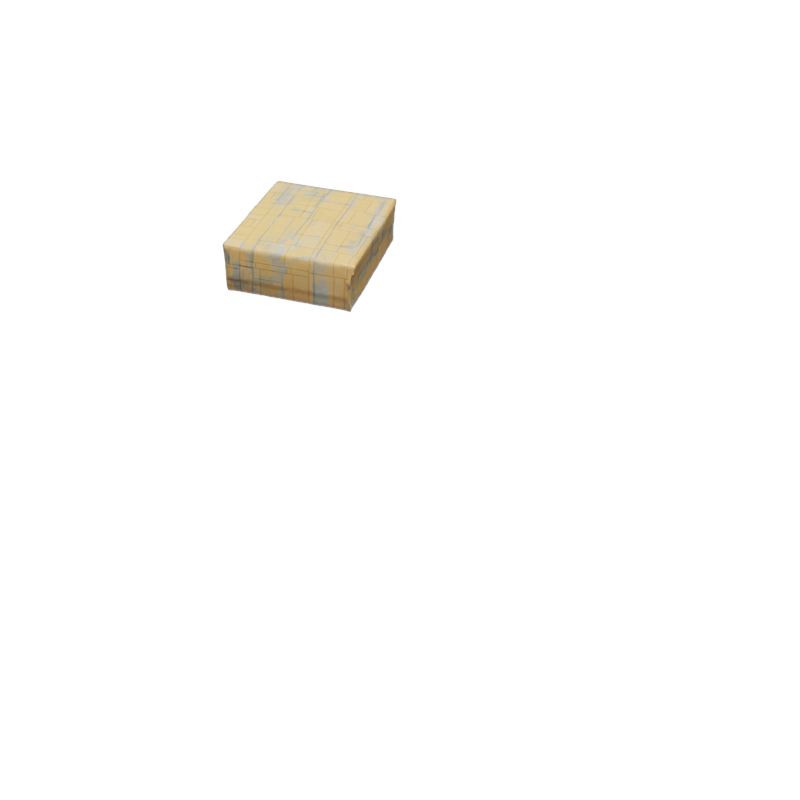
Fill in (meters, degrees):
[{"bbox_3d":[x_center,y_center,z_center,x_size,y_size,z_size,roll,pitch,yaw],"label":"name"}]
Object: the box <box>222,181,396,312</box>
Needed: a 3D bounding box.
[{"bbox_3d":[-0.059,-0.108,0.753,0.092,0.036,0.118,9,35,12],"label":"box"}]
